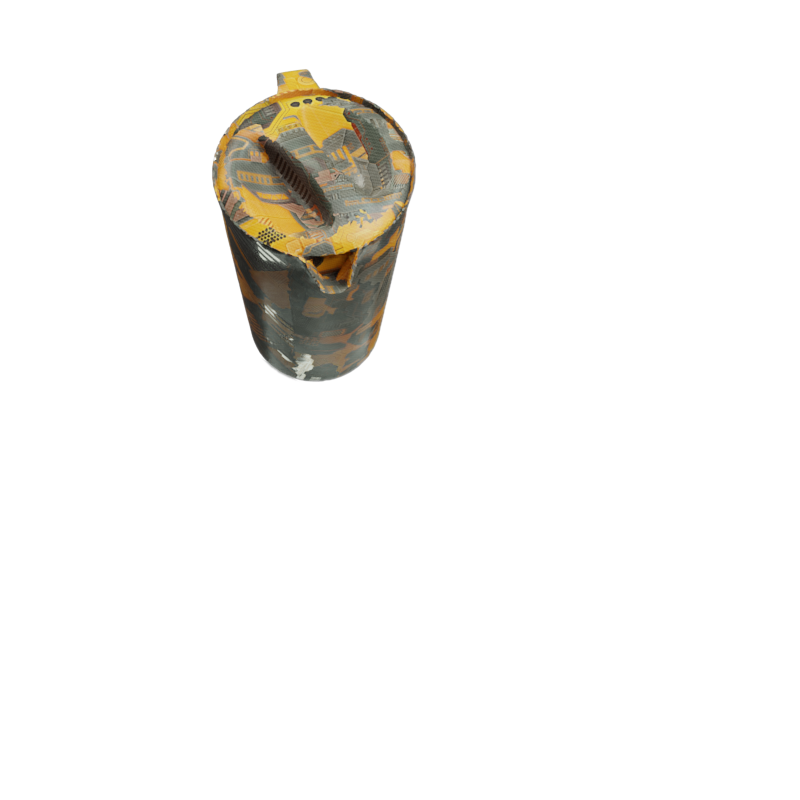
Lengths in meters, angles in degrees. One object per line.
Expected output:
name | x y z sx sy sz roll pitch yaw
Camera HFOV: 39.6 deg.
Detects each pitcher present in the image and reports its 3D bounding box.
pitcher | -0.065 -0.118 0.826 0.150 0.153 0.230 31 -23 11
